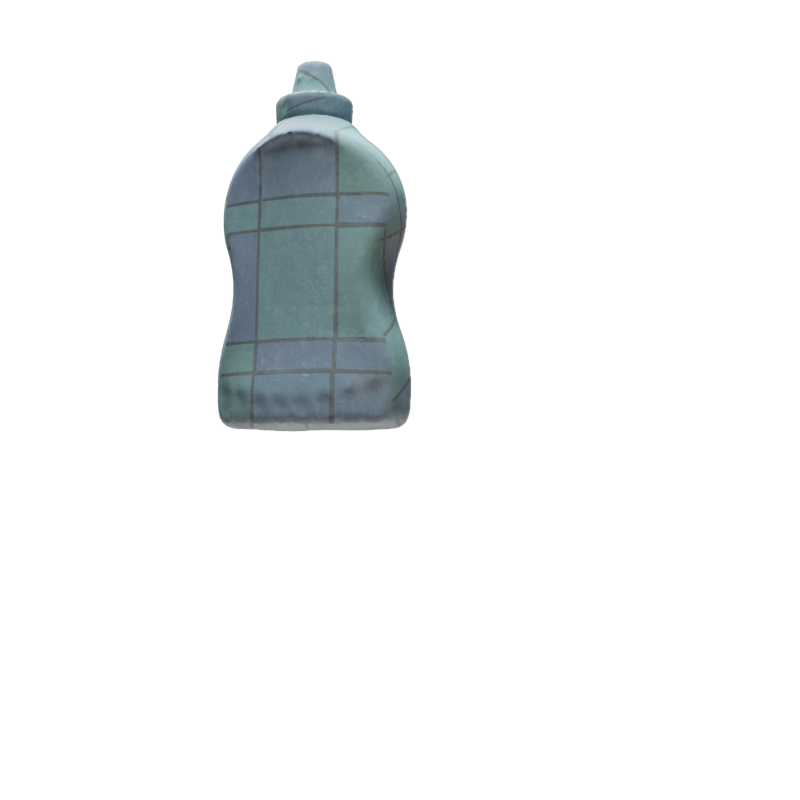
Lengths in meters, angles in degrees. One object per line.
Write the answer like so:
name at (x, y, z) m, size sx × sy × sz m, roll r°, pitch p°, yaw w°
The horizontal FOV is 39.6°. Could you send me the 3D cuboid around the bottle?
bottle at (-0.045, -0.082, 0.573) m, size 0.098 × 0.197 × 0.055 m, roll -5°, pitch -11°, yaw 23°
